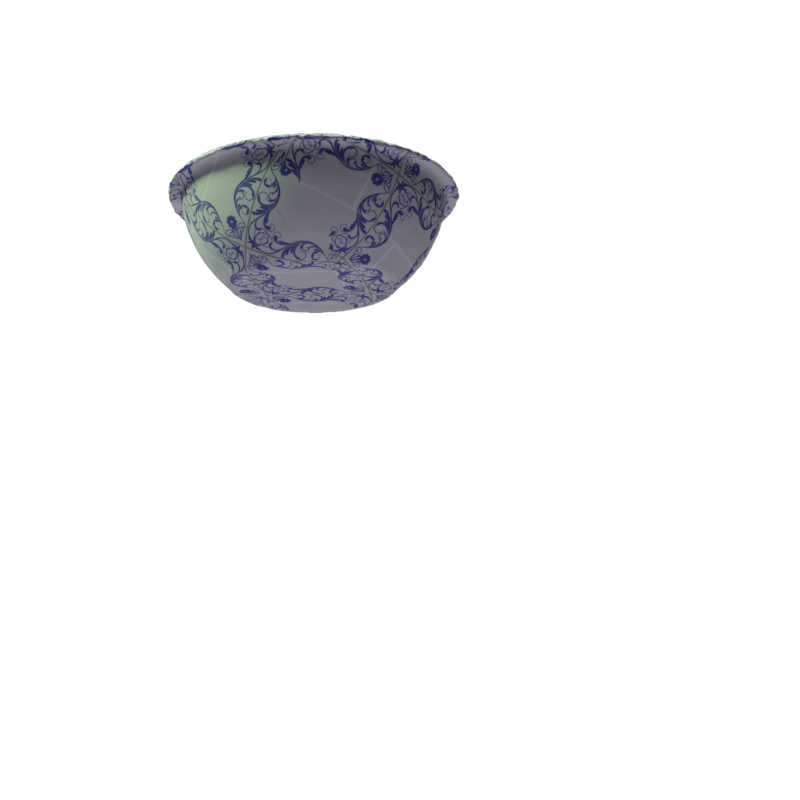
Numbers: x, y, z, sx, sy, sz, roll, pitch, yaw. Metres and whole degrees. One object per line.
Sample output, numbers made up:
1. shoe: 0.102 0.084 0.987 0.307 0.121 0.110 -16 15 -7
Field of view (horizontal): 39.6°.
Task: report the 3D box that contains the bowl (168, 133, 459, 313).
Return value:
1. bowl: -0.048 -0.087 0.612 0.162 0.057 0.156 0 -15 -2
